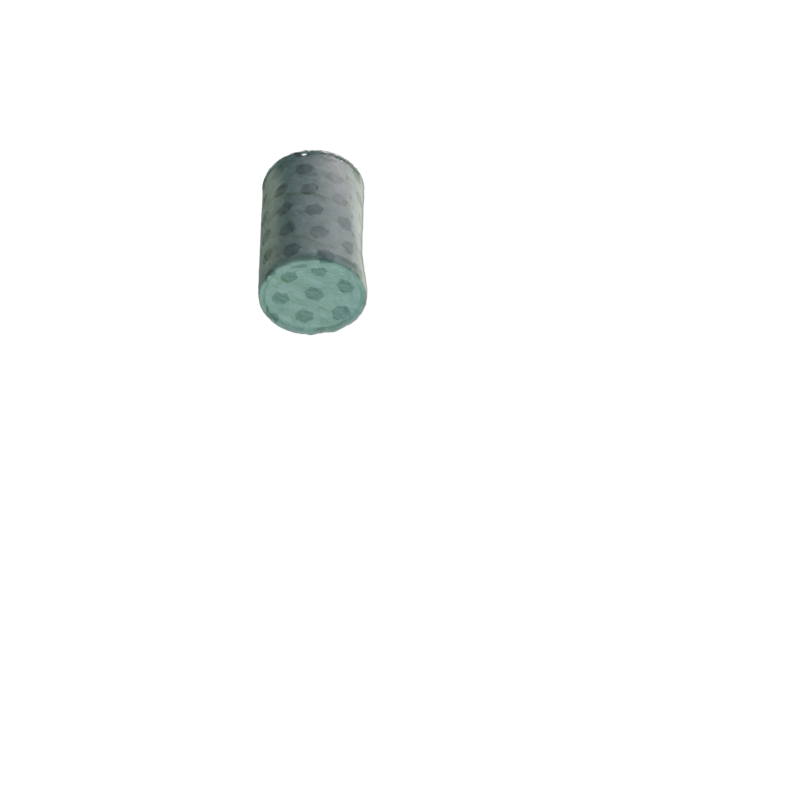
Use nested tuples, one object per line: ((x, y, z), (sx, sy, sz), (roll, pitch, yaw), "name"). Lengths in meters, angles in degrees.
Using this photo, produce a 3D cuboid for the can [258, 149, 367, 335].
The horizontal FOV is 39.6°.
((-0.055, -0.100, 0.699), (0.068, 0.110, 0.064), (-1, -43, -3), "can")
